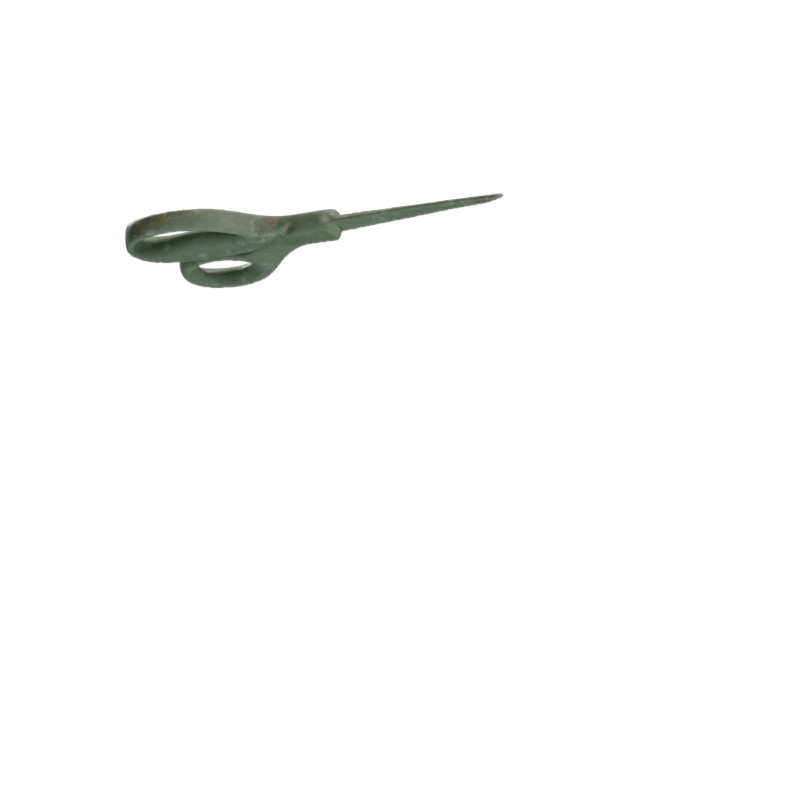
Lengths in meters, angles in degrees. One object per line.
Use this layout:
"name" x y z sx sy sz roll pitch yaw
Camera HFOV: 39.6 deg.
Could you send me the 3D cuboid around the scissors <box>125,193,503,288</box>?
"scissors" -0.047 -0.086 0.604 0.203 0.016 0.091 -2 -16 6
